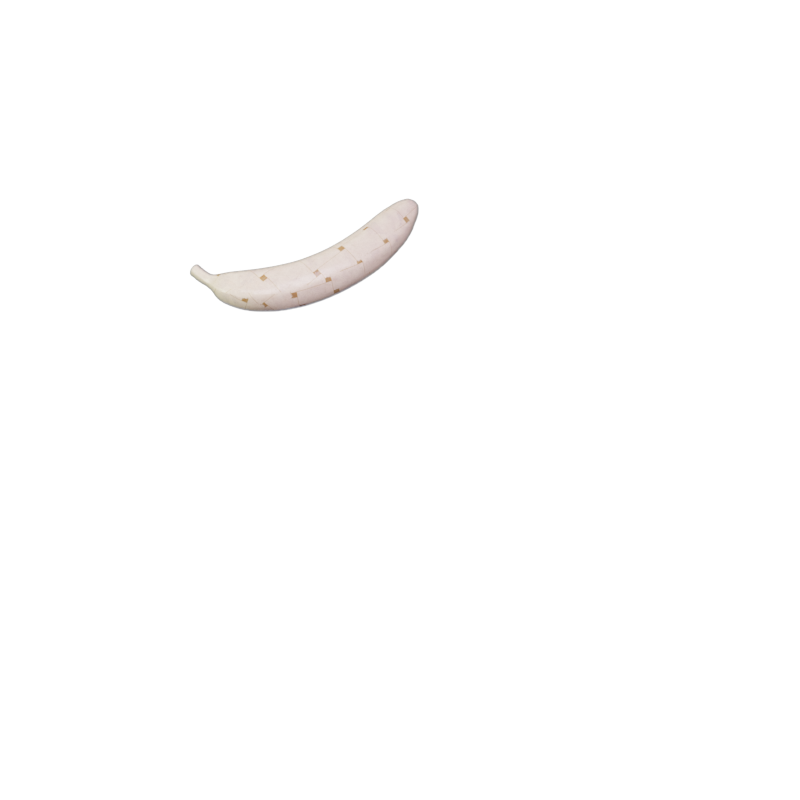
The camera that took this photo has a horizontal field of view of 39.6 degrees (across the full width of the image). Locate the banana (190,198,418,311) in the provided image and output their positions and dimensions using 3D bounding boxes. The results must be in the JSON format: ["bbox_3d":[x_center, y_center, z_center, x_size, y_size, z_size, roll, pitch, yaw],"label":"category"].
[{"bbox_3d":[-0.068,-0.112,0.898,0.196,0.074,0.035,-18,-26,-9],"label":"banana"}]
